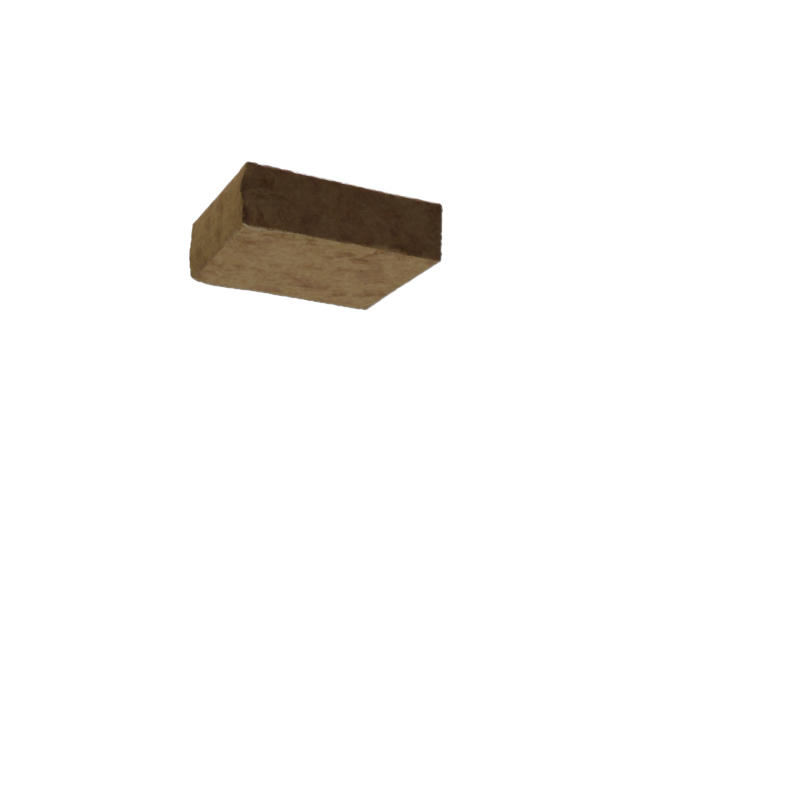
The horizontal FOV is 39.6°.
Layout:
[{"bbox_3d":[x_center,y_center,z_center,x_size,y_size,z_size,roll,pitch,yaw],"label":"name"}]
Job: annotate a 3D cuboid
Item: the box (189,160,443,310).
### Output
[{"bbox_3d":[-0.047,-0.085,0.593,0.110,0.041,0.089,7,-18,-24],"label":"box"}]
